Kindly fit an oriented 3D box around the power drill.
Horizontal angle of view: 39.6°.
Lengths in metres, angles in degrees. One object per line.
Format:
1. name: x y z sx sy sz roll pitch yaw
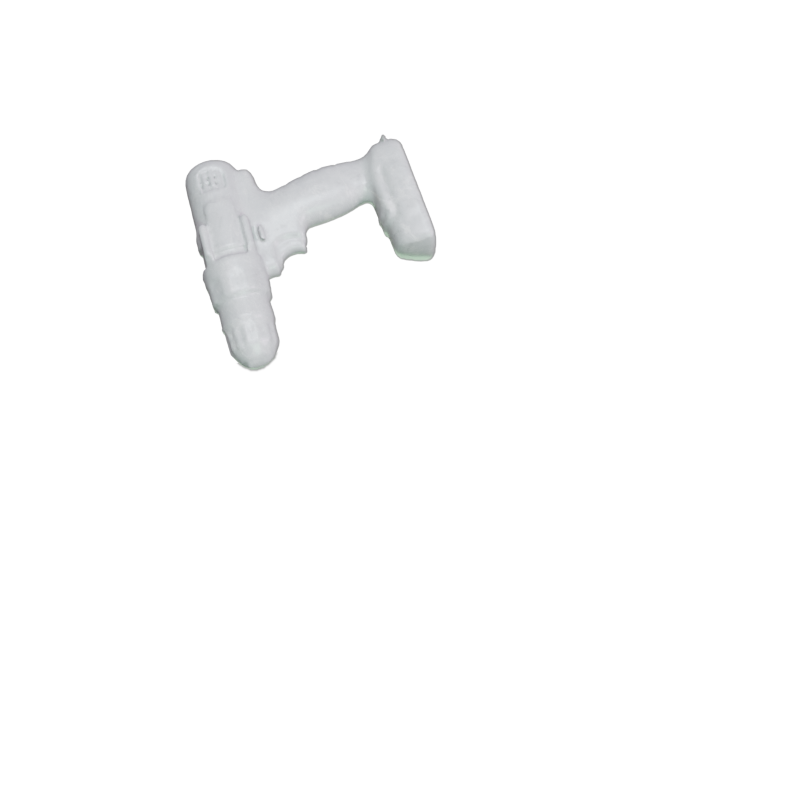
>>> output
1. power drill: -0.070 -0.128 0.899 0.187 0.195 0.054 -15 -22 -7
